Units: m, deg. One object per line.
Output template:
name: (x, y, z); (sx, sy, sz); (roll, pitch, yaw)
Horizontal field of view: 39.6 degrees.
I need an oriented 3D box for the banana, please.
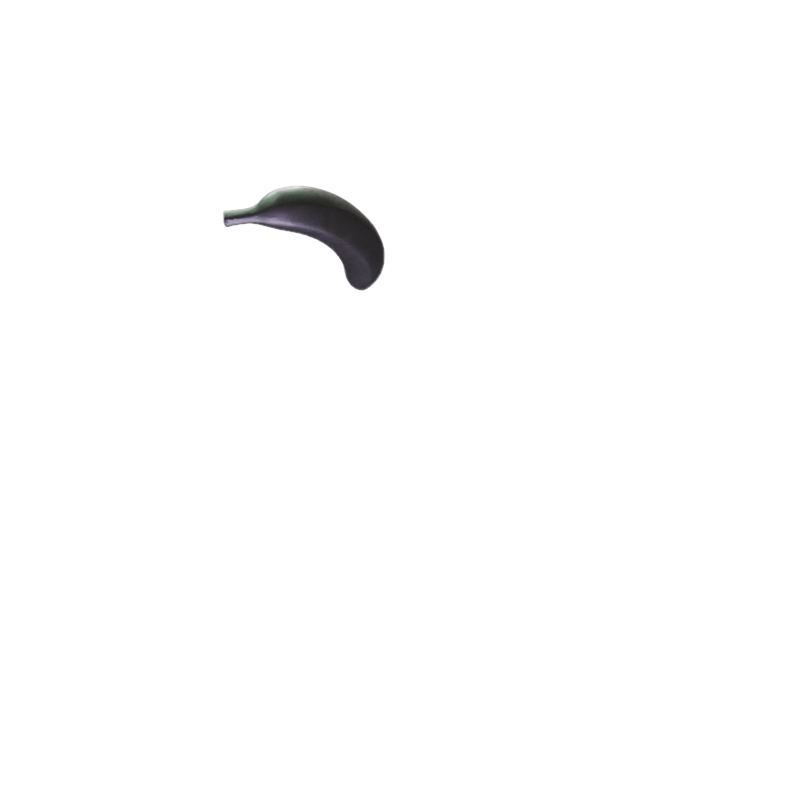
banana: (-0.055, -0.129, 0.869); (0.071, 0.038, 0.185); (-10, -18, 30)
